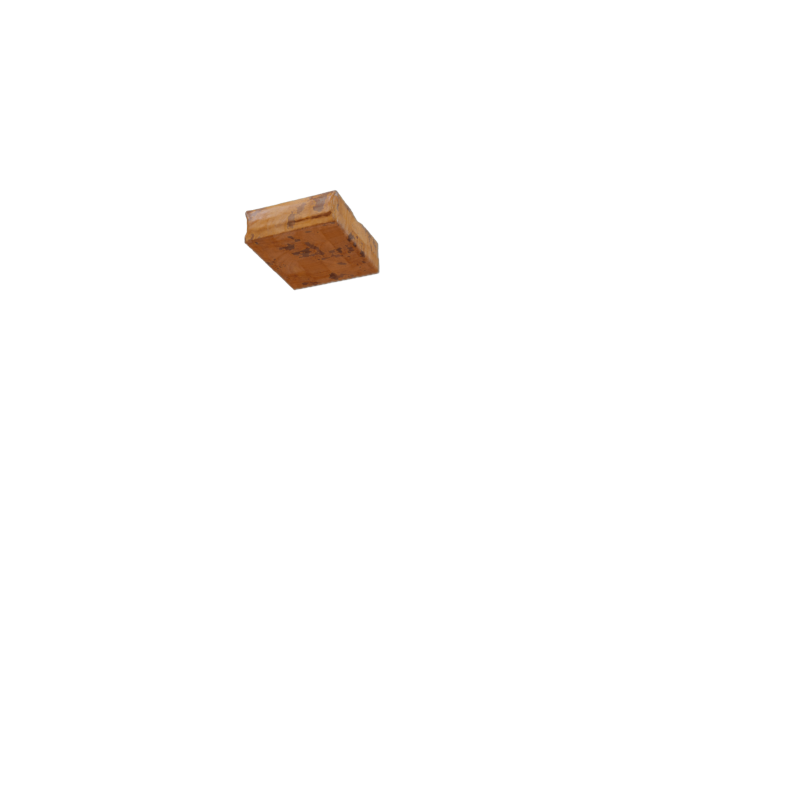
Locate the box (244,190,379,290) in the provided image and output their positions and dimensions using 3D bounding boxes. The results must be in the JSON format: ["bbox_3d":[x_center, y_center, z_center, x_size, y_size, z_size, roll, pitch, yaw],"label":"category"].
[{"bbox_3d":[-0.065,-0.118,0.828,0.074,0.032,0.083,-10,-26,20],"label":"box"}]
